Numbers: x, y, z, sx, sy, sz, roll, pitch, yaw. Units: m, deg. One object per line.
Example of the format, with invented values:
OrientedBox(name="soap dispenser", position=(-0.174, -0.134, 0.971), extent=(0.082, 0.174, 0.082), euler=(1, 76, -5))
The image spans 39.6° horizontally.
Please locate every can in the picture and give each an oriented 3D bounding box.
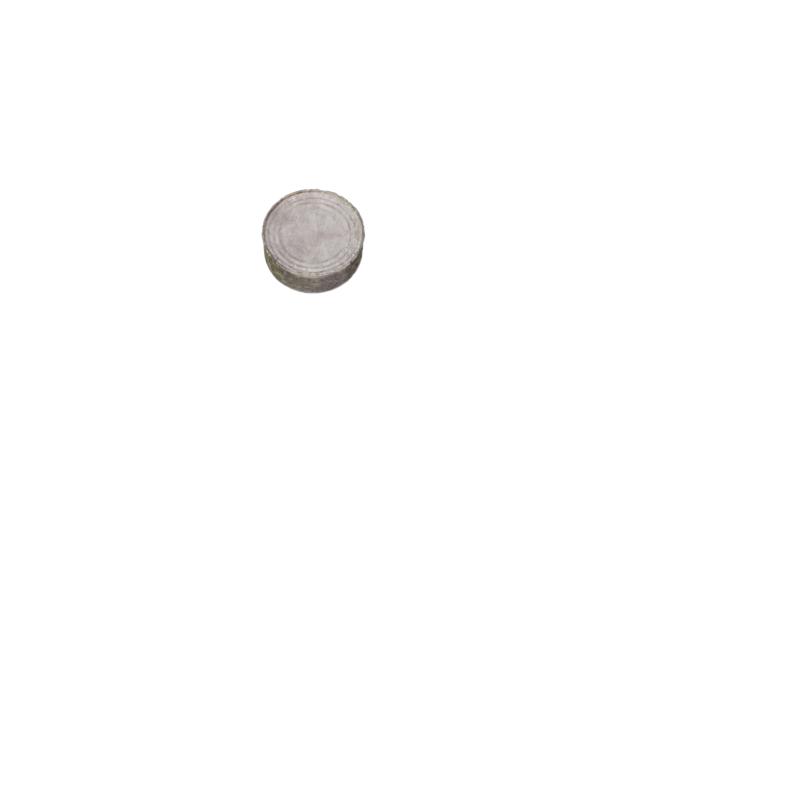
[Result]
OrientedBox(name="can", position=(-0.073, -0.133, 0.933), extent=(0.086, 0.091, 0.032), euler=(-1, -29, -1))
